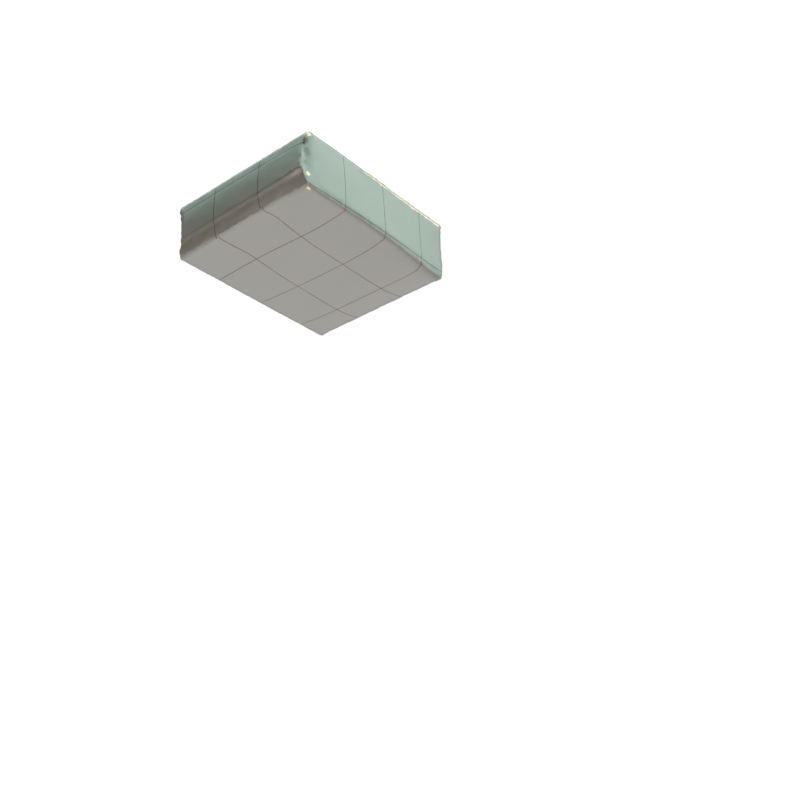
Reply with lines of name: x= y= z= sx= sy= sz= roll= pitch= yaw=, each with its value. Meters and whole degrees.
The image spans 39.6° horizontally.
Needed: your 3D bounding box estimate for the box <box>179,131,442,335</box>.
box: x=-0.045 y=-0.083 z=0.579 sx=0.090 sy=0.041 sz=0.106 roll=-23 pitch=-38 yaw=33
